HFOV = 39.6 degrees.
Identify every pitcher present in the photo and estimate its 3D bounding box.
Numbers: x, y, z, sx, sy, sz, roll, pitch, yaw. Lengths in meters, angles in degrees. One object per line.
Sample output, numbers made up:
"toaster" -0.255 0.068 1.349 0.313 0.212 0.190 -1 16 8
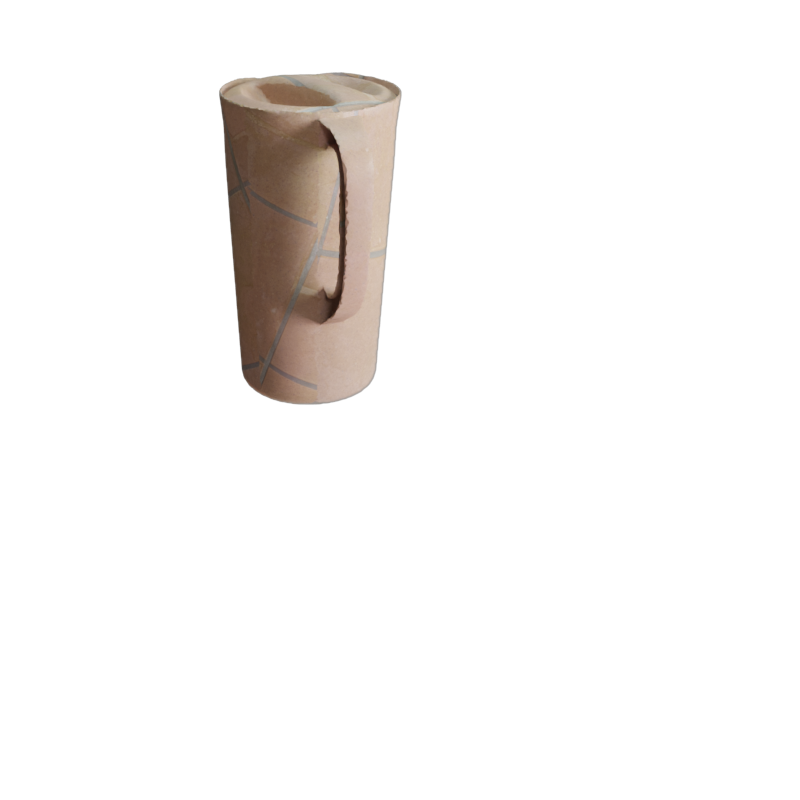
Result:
"pitcher" -0.066 -0.120 0.838 0.150 0.231 0.151 10 25 21
